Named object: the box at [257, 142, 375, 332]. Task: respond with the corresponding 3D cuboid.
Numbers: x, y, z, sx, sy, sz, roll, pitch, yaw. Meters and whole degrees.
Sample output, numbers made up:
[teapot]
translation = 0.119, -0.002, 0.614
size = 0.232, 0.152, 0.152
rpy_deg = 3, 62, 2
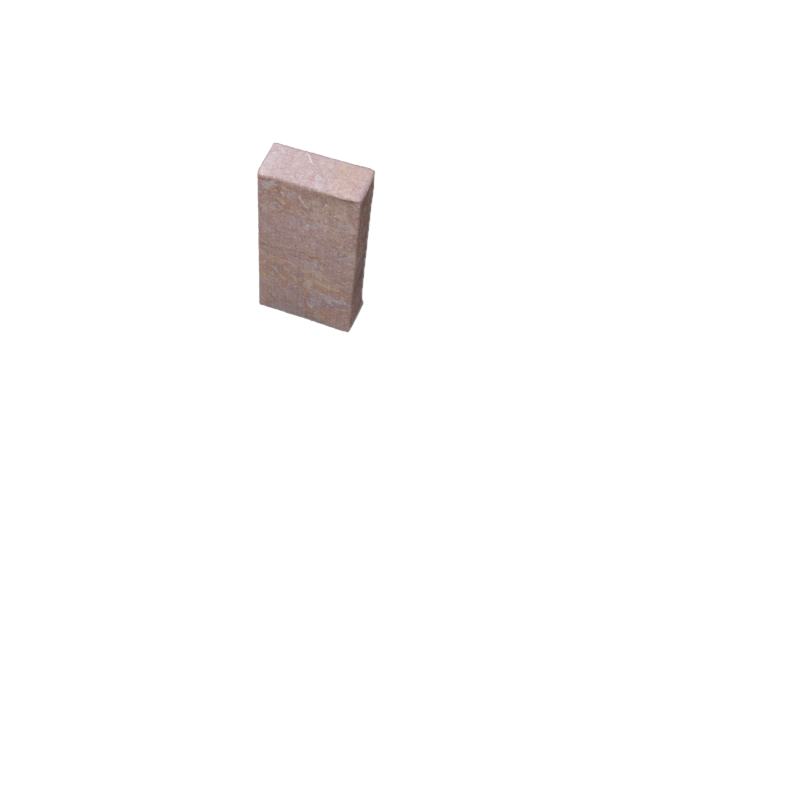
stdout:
[box]
translation = -0.076, -0.138, 0.969
size = 0.095, 0.050, 0.165
rpy_deg = 18, -34, 9
